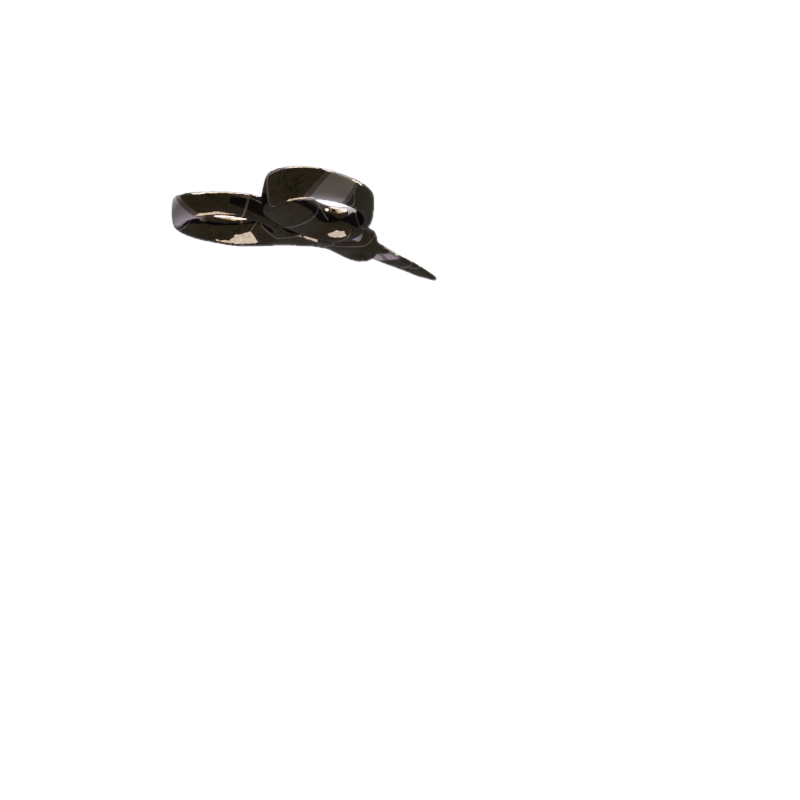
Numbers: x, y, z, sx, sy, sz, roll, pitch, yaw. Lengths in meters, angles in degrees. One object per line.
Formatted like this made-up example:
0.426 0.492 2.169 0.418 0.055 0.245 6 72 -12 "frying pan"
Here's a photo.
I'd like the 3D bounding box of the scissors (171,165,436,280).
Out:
-0.041 -0.075 0.527 0.097 0.016 0.194 -1 -6 9 "scissors"
